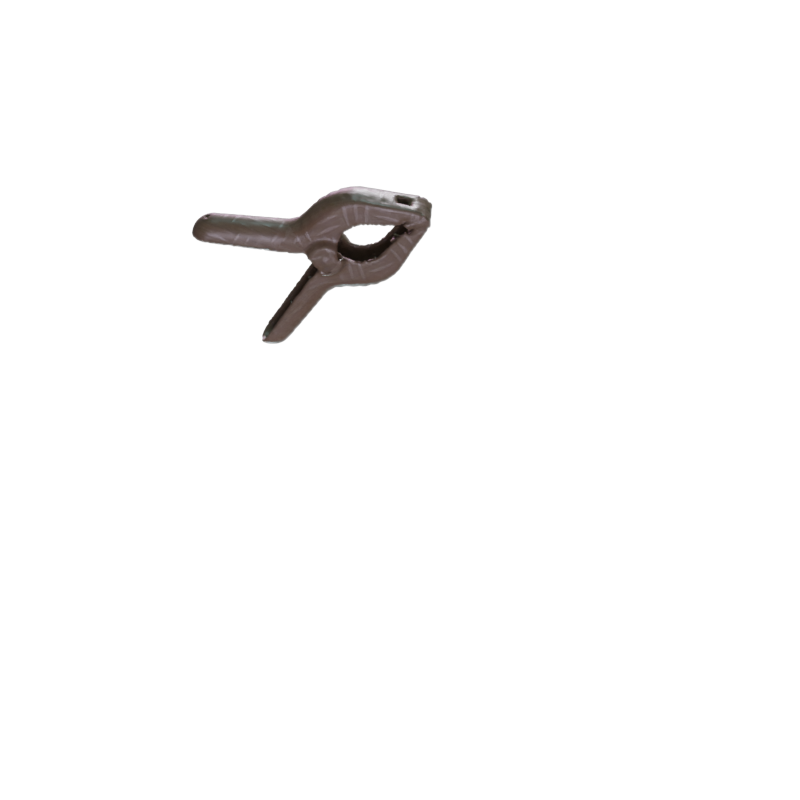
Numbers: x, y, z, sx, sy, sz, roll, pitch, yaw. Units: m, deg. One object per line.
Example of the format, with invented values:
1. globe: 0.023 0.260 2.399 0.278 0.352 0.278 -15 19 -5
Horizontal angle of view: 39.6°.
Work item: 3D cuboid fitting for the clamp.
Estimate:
1. clamp: -0.063 -0.115 0.805 0.171 0.042 0.112 -28 -55 21
